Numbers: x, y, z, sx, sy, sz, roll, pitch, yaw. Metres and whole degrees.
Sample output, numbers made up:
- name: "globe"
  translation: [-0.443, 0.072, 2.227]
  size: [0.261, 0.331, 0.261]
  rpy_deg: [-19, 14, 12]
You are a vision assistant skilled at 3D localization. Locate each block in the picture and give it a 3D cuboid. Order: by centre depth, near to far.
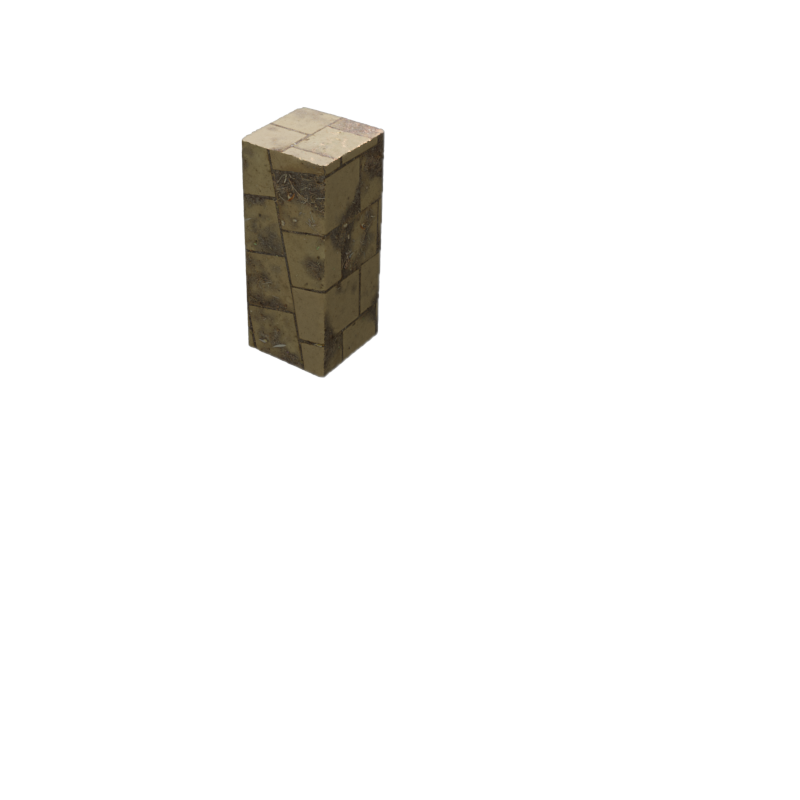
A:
- name: "block"
  translation: [-0.076, -0.139, 0.972]
  size: [0.095, 0.194, 0.092]
  rpy_deg: [21, 37, 27]
